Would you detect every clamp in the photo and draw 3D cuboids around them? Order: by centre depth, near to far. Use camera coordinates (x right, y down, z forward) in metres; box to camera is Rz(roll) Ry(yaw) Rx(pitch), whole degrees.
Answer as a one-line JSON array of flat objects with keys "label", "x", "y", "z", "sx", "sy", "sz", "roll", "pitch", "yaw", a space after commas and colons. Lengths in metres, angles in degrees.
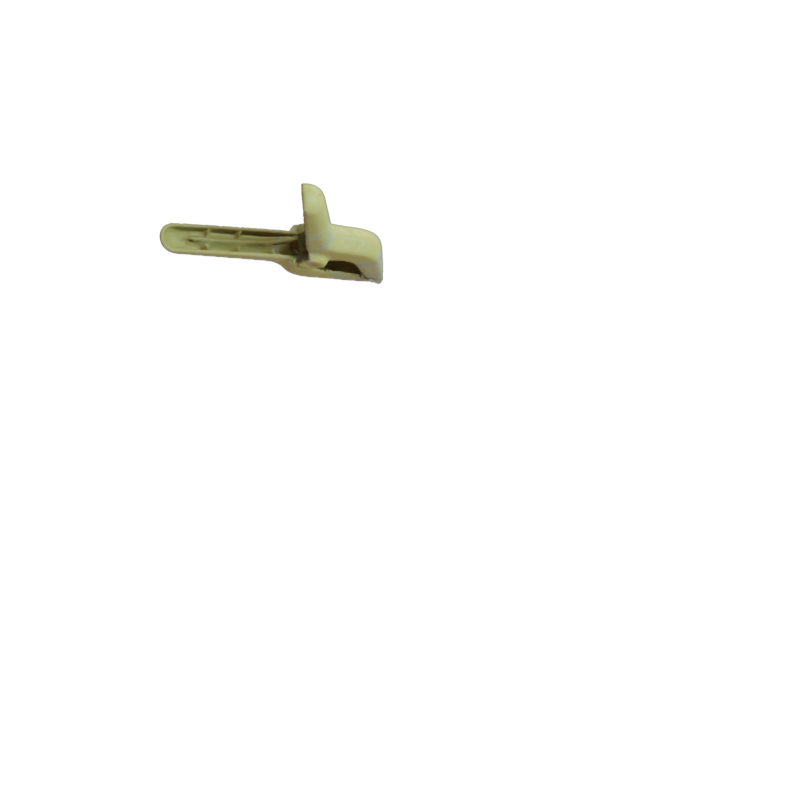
[{"label": "clamp", "x": -0.073, "y": -0.134, "z": 0.938, "sx": 0.168, "sy": 0.038, "sz": 0.199, "roll": -9, "pitch": -13, "yaw": 43}]
